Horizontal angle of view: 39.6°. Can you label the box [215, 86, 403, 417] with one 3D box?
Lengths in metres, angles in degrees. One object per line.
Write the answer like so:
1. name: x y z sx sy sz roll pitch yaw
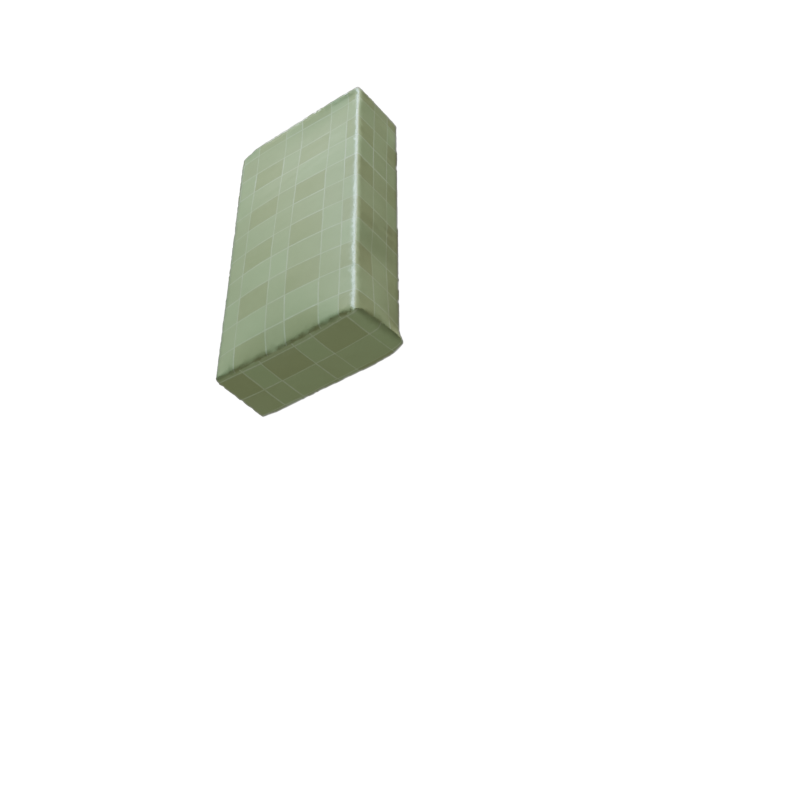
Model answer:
1. box: -0.048 -0.087 0.607 0.093 0.189 0.045 -27 -46 25
